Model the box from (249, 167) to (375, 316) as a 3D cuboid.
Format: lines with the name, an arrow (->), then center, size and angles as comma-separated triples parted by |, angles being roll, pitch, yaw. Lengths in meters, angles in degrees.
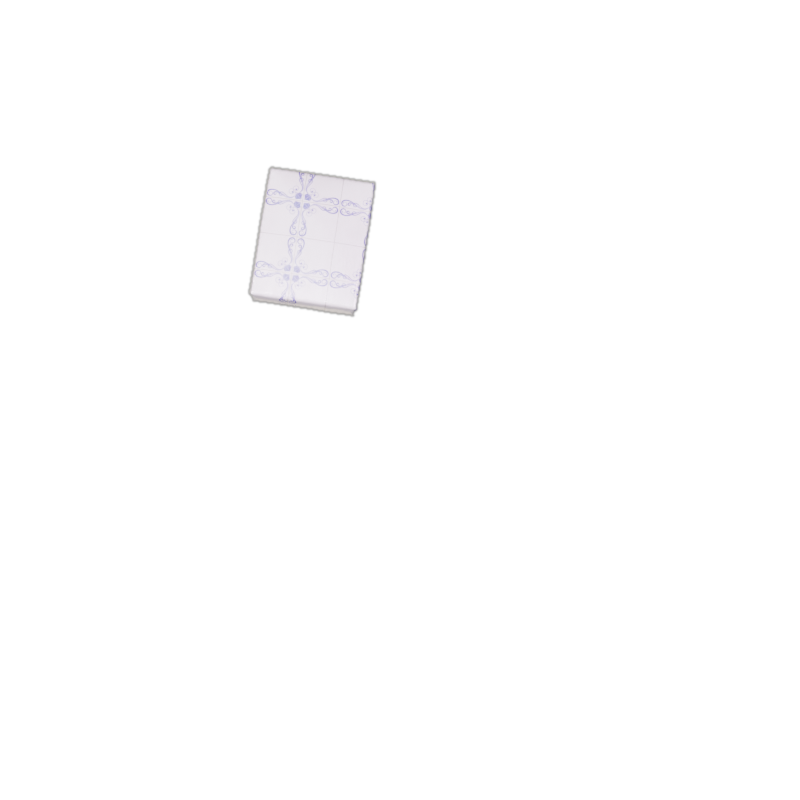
box -> -0.073, -0.132, 0.926 | 0.090, 0.117, 0.038 | 8, -11, 1
